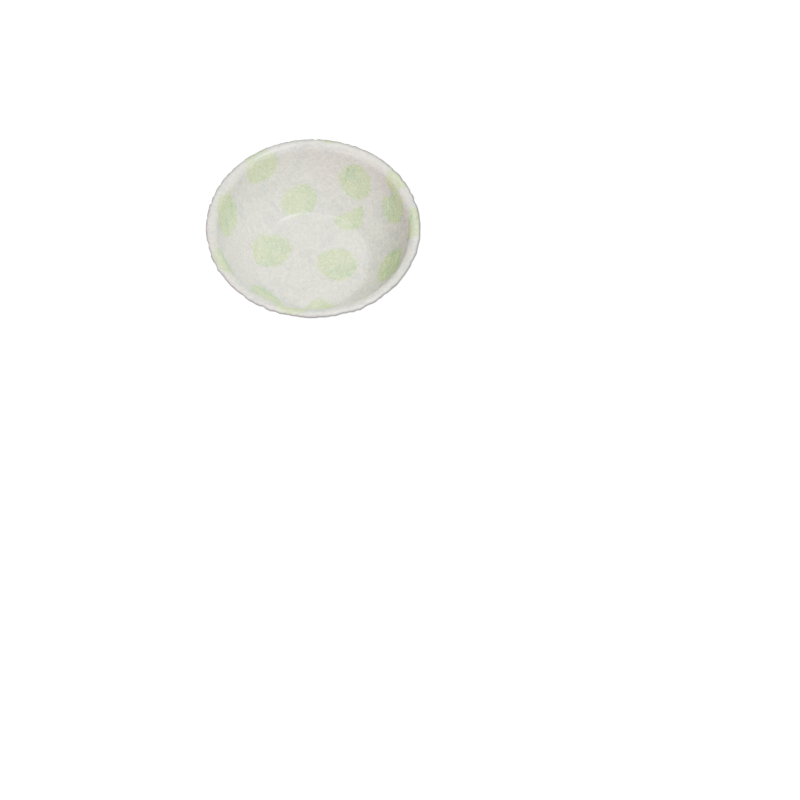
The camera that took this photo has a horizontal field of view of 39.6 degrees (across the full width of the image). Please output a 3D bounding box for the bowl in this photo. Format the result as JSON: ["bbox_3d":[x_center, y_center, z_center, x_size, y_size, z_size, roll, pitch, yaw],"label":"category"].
[{"bbox_3d":[-0.067,-0.122,0.855,0.162,0.173,0.052,-1,-30,-1],"label":"bowl"}]
